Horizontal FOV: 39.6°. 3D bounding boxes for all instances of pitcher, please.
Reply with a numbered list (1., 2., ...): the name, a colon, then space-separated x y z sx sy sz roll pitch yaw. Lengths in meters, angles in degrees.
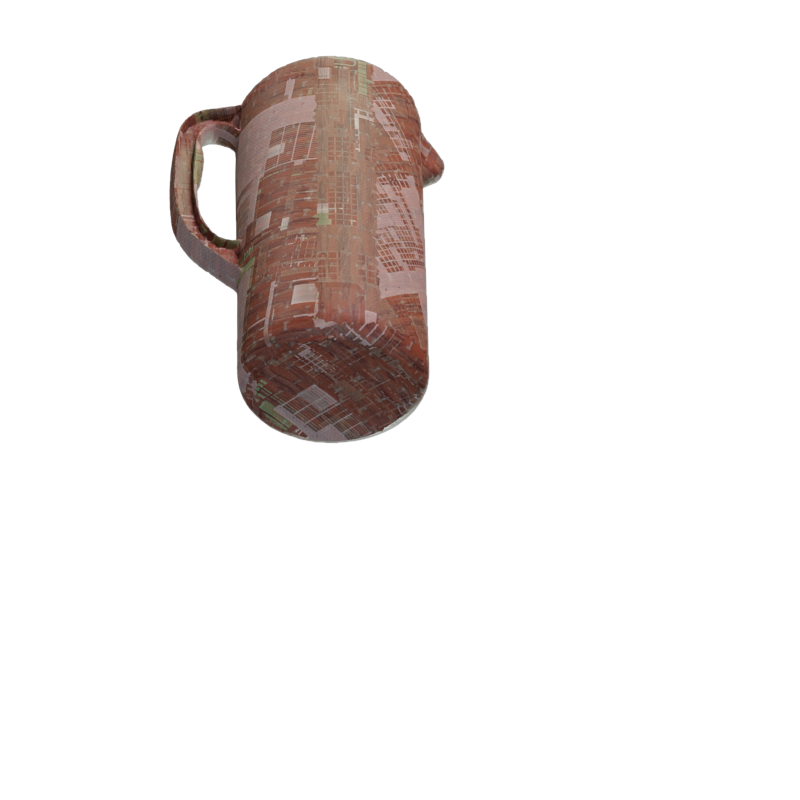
1. pitcher: -0.055 -0.100 0.700 0.150 0.261 0.134 -22 -47 18
